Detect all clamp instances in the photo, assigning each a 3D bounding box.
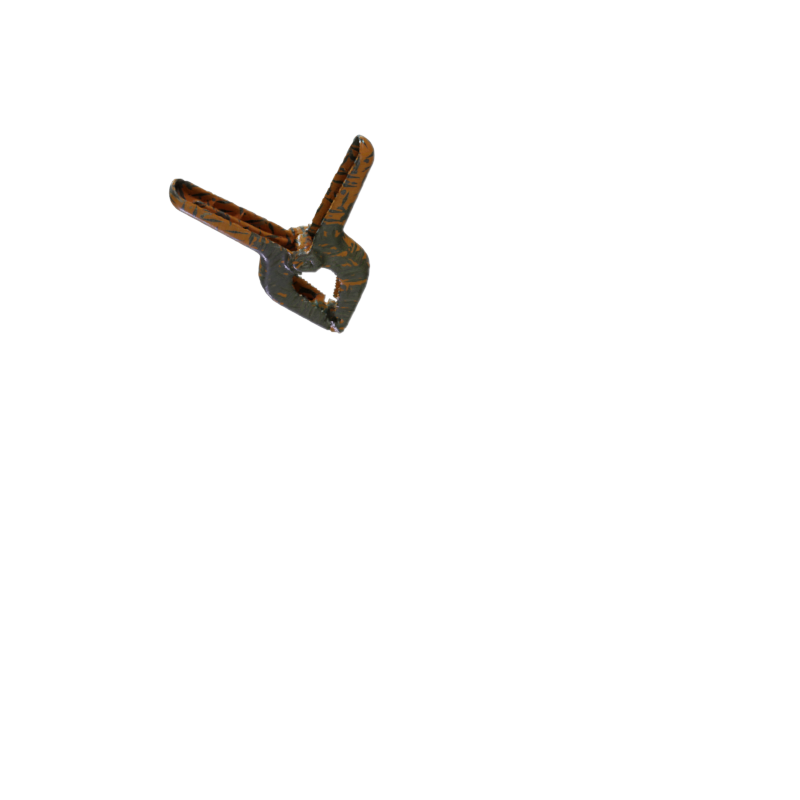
[{"bbox_3d":[-0.071,-0.130,0.912,0.166,0.039,0.193,-14,-41,17],"label":"clamp"}]
